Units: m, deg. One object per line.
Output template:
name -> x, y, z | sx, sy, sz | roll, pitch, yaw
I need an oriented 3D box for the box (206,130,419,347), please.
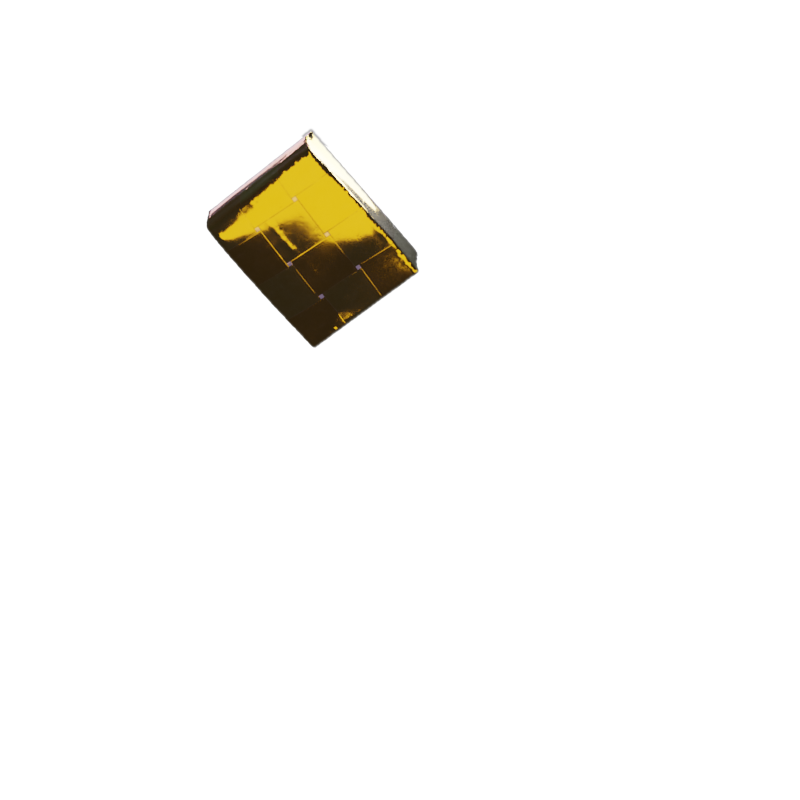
box -> -0.056, -0.102, 0.716 | 0.089, 0.108, 0.041 | -36, 21, 15
